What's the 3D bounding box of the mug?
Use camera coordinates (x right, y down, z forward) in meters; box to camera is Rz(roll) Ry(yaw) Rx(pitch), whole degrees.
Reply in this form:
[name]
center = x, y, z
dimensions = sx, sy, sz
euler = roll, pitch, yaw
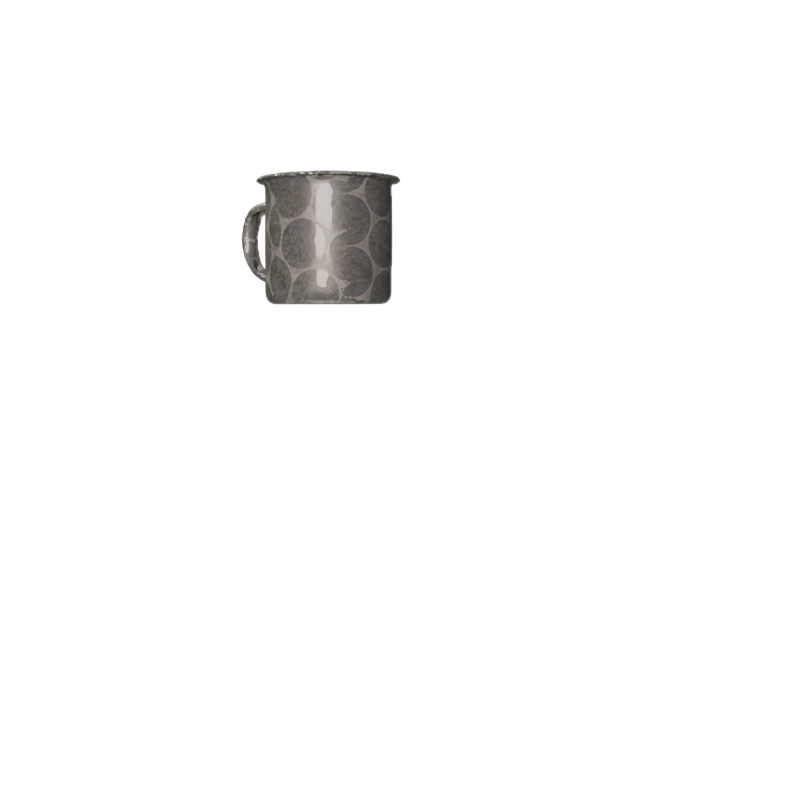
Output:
[mug]
center = -0.057, -0.103, 0.722
dimensions = 0.121, 0.082, 0.090
euler = 2, 2, 33
